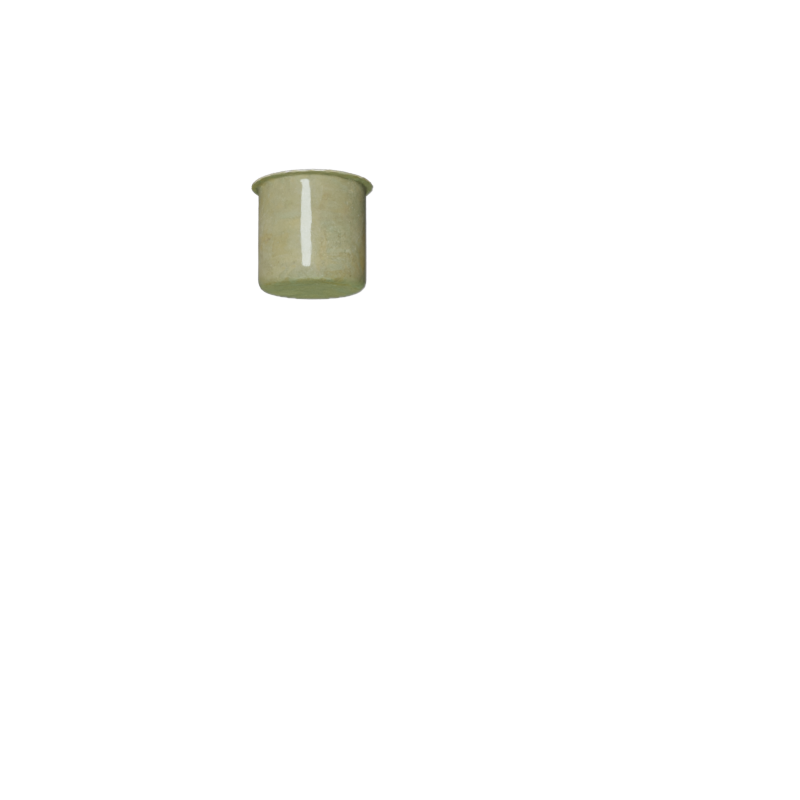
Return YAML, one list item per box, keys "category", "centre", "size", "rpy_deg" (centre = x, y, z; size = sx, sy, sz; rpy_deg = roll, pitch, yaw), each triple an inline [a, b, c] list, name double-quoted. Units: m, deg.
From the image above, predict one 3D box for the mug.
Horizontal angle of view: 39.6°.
- category: "mug"
  centre: [-0.067, -0.121, 0.850]
  size: [0.093, 0.084, 0.114]
  rpy_deg: [-1, -8, 1]
